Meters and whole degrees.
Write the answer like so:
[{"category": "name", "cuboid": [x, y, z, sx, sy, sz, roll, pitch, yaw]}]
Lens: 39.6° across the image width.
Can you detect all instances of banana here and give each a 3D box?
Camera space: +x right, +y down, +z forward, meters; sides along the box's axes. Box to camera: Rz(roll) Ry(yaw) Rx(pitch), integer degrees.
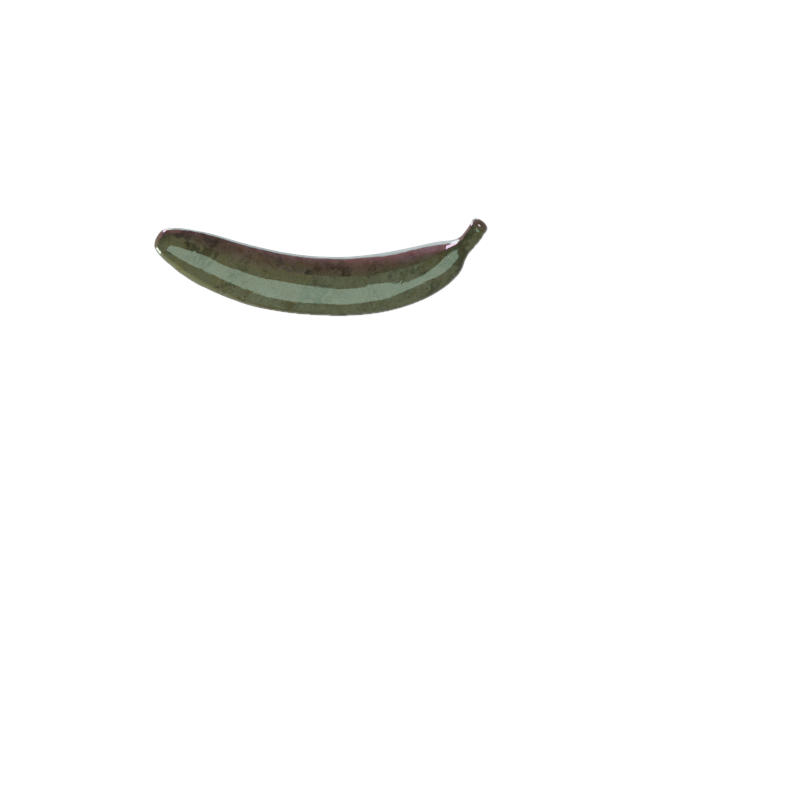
[{"category": "banana", "cuboid": [-0.048, -0.081, 0.678, 0.198, 0.065, 0.039, -3, 34, 2]}]
